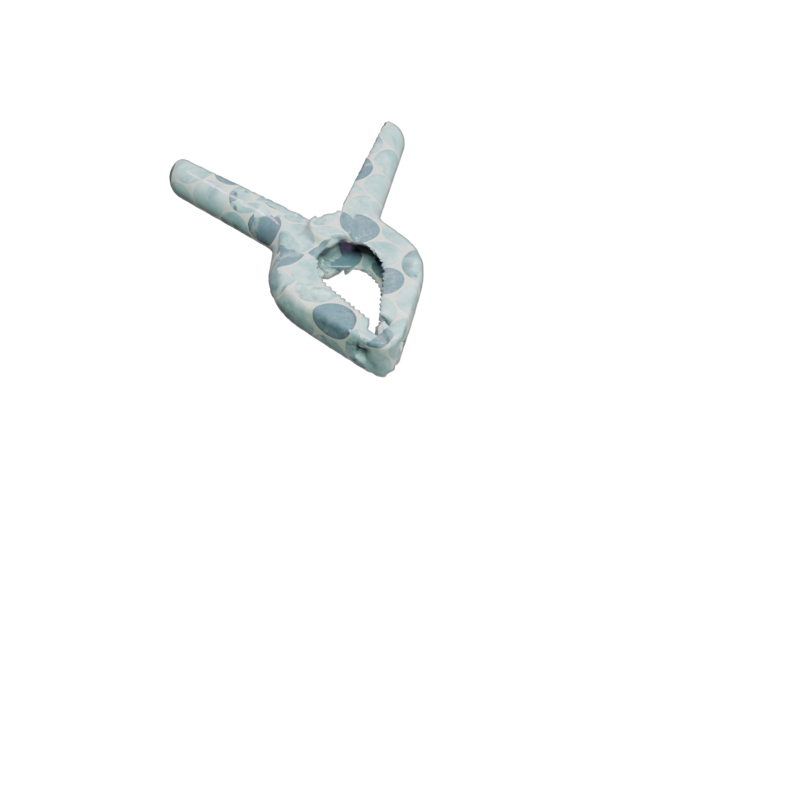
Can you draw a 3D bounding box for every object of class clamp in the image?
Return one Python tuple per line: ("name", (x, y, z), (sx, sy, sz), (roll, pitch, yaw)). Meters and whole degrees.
("clamp", (-0.054, -0.099, 0.695), (0.163, 0.227, 0.034), (-10, -42, -9))
